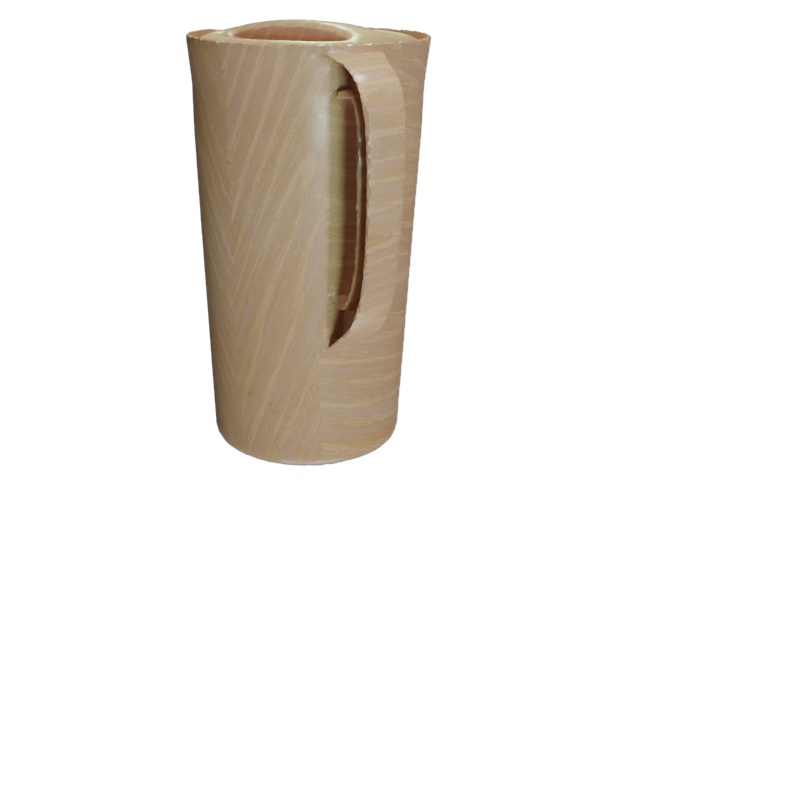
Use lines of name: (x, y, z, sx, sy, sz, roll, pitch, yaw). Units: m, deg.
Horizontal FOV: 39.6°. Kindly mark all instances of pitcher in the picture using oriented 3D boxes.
pitcher: (-0.049, -0.089, 0.622, 0.149, 0.234, 0.150, 7, 18, 19)
